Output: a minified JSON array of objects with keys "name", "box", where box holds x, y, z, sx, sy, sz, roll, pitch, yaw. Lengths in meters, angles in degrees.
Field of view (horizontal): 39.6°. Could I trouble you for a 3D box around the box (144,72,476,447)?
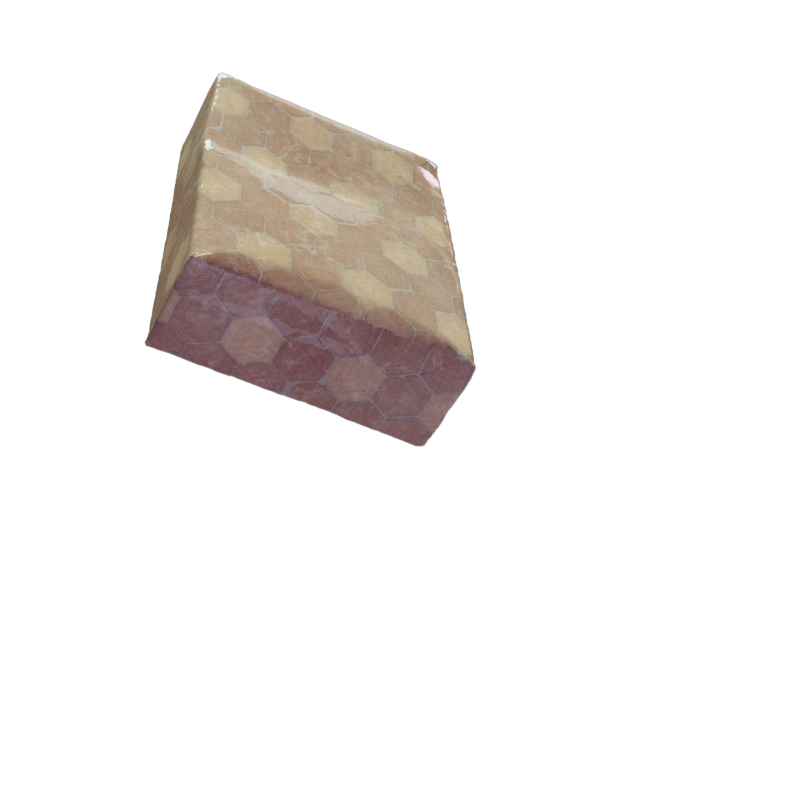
[{"name":"box","box":[-0.051,-0.092,0.647,0.159,0.069,0.229,20,35,-17]}]
